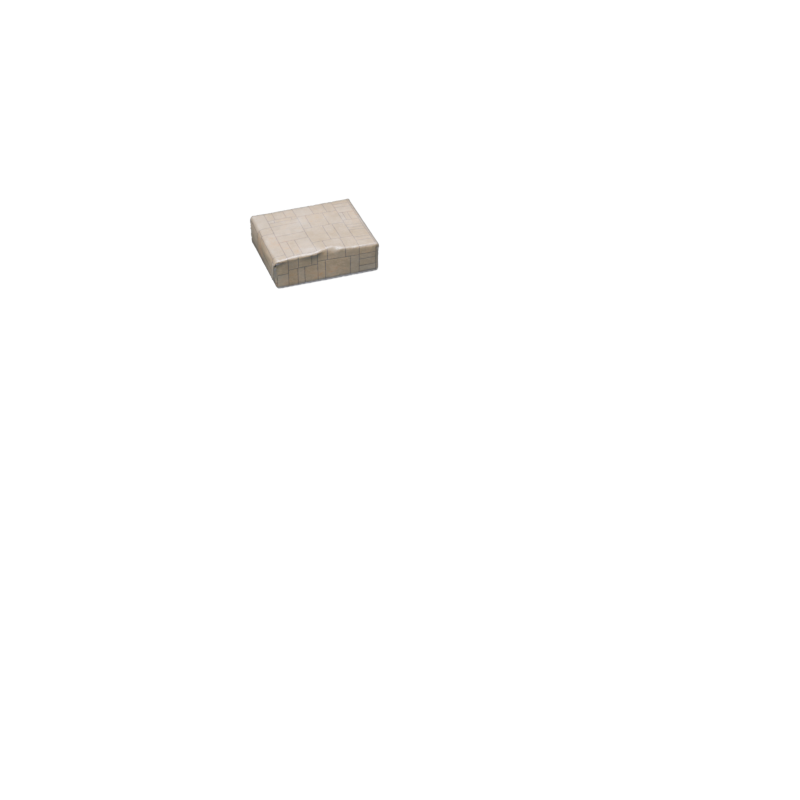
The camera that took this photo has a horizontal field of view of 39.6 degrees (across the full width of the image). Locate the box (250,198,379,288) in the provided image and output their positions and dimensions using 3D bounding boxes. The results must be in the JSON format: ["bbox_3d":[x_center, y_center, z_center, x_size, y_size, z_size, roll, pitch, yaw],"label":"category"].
[{"bbox_3d":[-0.071,-0.129,0.906,0.088,0.028,0.079,-12,40,-15],"label":"box"}]
